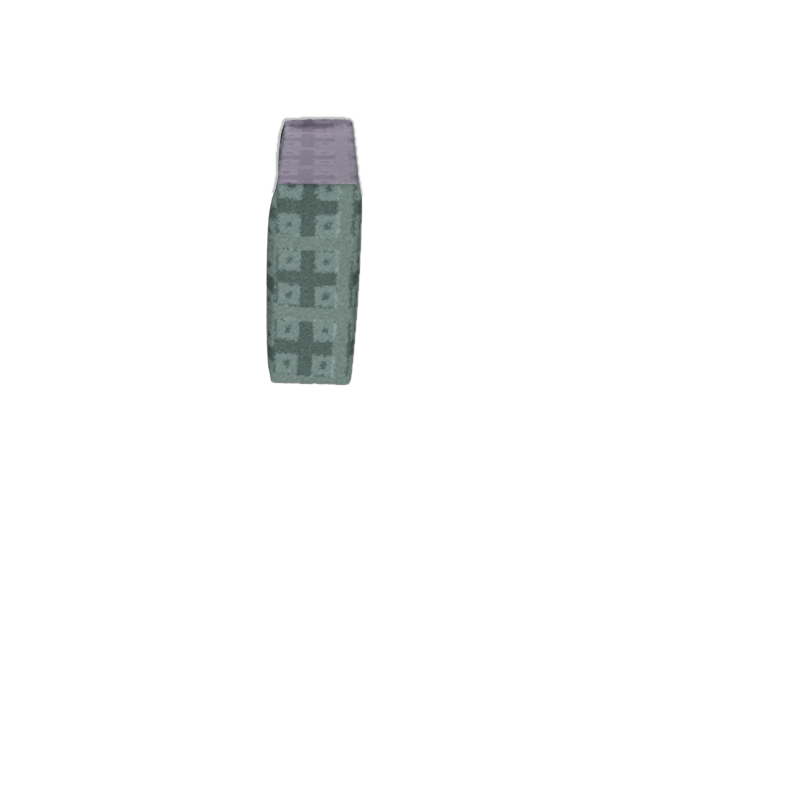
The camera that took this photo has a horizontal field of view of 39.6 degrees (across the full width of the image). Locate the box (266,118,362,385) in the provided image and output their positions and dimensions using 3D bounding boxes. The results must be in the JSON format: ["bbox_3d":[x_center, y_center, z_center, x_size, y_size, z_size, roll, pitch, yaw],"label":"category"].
[{"bbox_3d":[-0.073,-0.133,0.928,0.071,0.157,0.225,1,24,-5],"label":"box"}]
